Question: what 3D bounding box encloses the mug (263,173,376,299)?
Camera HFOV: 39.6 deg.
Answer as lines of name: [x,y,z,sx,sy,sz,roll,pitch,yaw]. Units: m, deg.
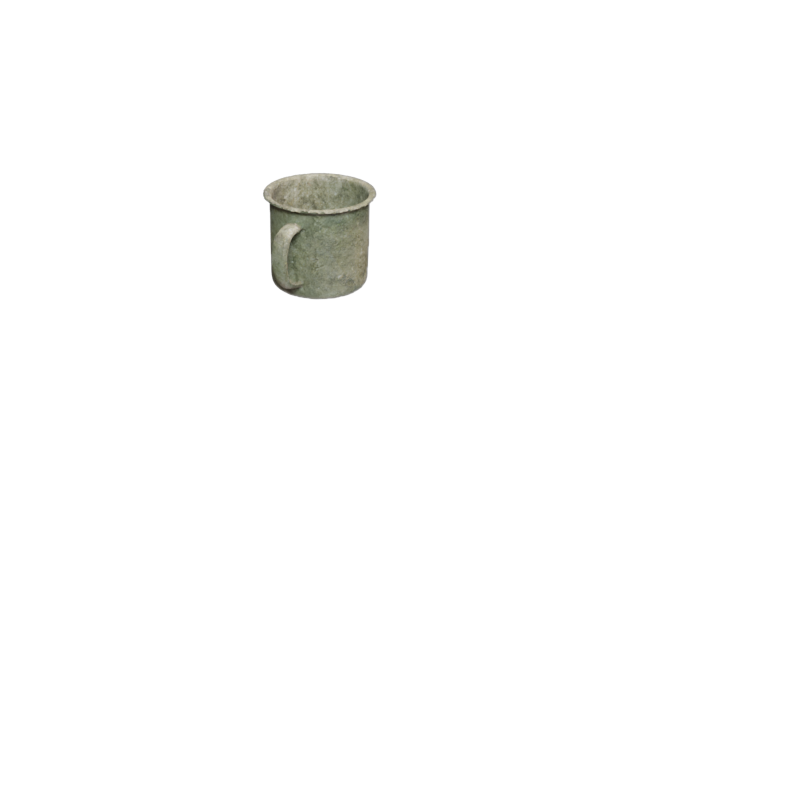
mug: [-0.071,-0.130,0.913,0.097,0.077,0.119,11,30,20]
